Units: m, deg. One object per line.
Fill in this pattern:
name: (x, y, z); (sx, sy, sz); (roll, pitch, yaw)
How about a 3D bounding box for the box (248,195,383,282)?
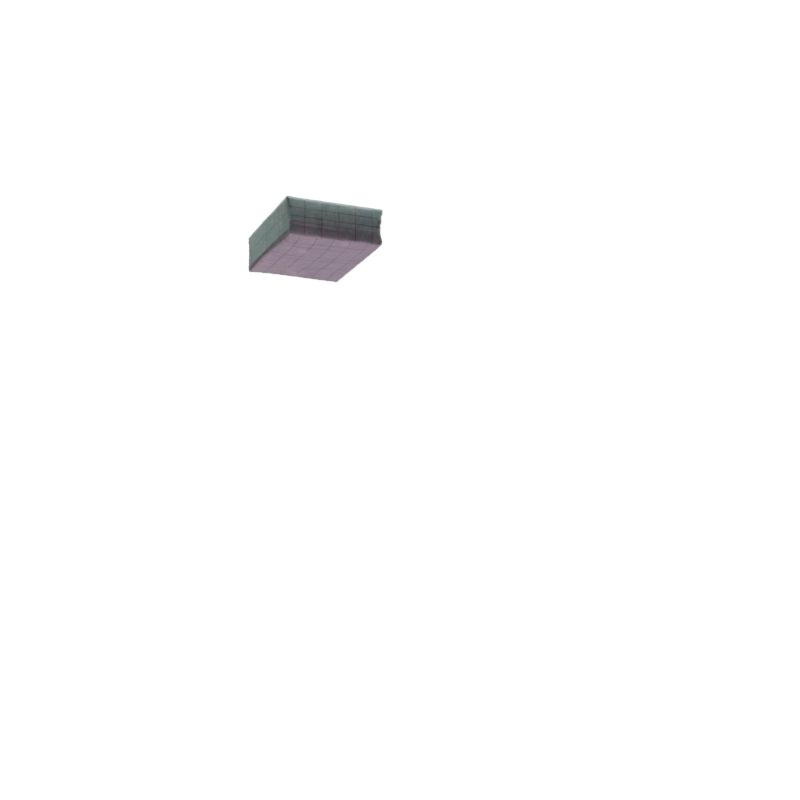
box: (-0.078, -0.142, 0.991); (0.087, 0.040, 0.113); (5, -13, -23)
